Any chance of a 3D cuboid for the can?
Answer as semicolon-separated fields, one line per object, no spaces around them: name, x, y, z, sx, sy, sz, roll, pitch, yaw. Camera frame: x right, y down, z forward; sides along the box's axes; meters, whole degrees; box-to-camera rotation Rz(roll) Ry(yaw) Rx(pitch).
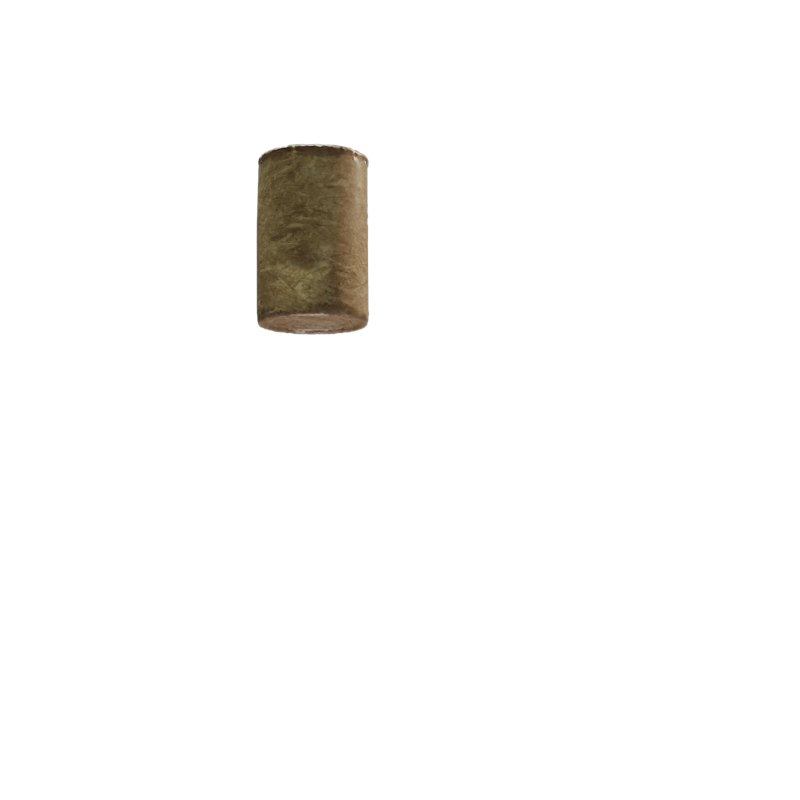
can;-0.052;-0.095;0.665;0.068;0.106;0.067;0;-12;-2
